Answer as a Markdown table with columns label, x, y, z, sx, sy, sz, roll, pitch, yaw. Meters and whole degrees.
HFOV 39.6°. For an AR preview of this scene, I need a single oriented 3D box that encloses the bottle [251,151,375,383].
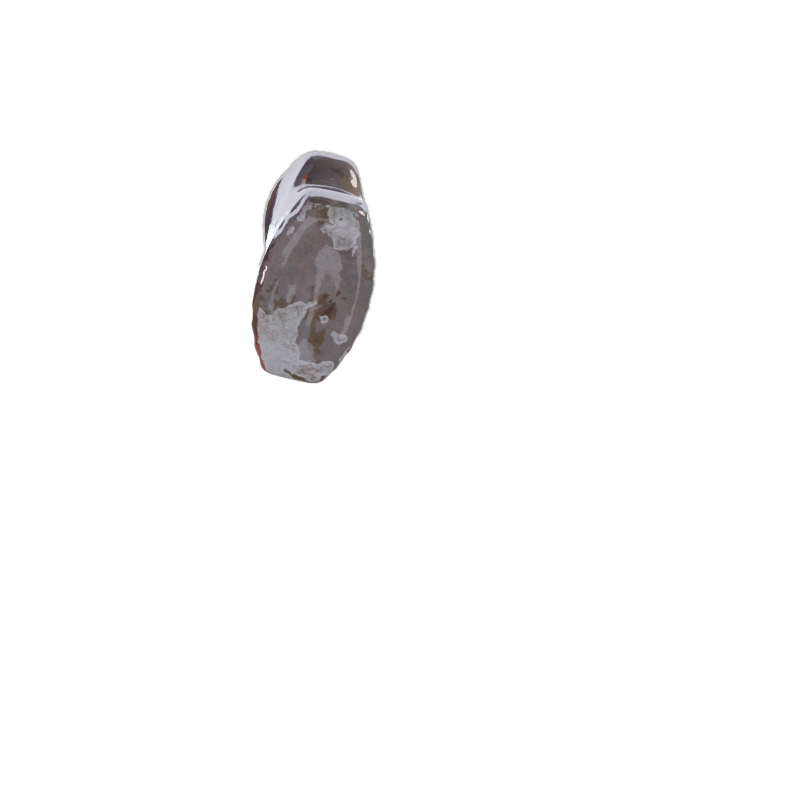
| label | x | y | z | sx | sy | sz | roll | pitch | yaw |
| --- | --- | --- | --- | --- | --- | --- | --- | --- | --- |
| bottle | -0.050 | -0.091 | 0.635 | 0.058 | 0.093 | 0.201 | 12 | 22 | -9 |
